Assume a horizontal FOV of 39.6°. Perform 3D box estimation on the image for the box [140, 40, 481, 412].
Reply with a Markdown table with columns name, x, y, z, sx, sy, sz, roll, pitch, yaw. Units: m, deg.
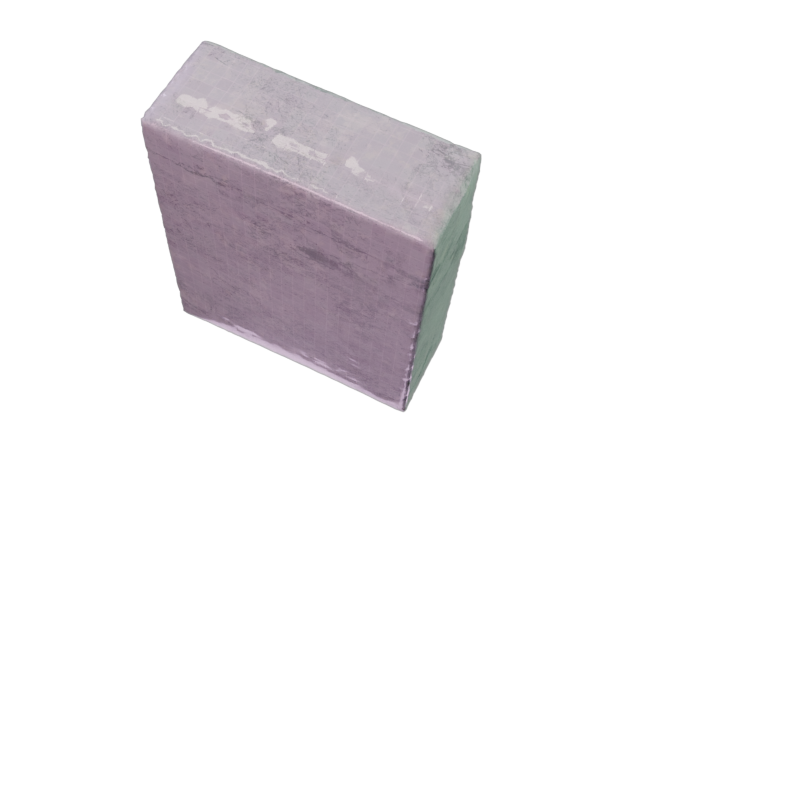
| name | x | y | z | sx | sy | sz | roll | pitch | yaw |
| --- | --- | --- | --- | --- | --- | --- | --- | --- | --- |
| box | -0.050 | -0.091 | 0.639 | 0.168 | 0.074 | 0.202 | 26 | -24 | 10 |
